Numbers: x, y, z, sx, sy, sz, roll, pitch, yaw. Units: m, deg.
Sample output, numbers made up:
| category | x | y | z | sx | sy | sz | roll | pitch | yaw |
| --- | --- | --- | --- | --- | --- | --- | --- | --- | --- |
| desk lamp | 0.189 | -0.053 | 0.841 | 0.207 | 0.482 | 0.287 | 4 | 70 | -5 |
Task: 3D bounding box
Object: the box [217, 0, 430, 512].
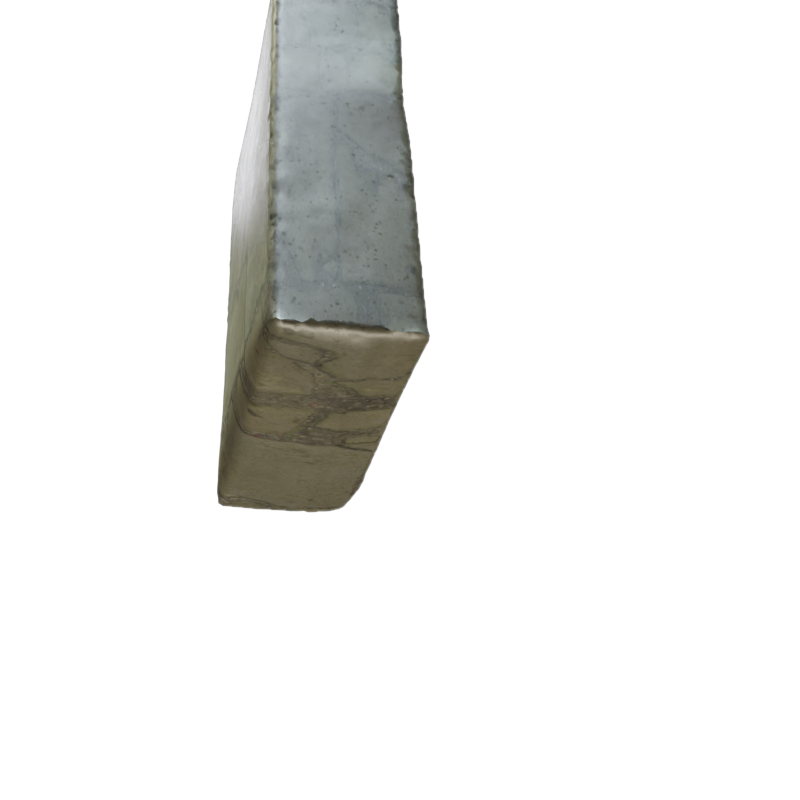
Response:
| category | x | y | z | sx | sy | sz | roll | pitch | yaw |
| --- | --- | --- | --- | --- | --- | --- | --- | --- | --- |
| box | -0.042 | -0.077 | 0.543 | 0.071 | 0.229 | 0.156 | 6 | -36 | -13 |
